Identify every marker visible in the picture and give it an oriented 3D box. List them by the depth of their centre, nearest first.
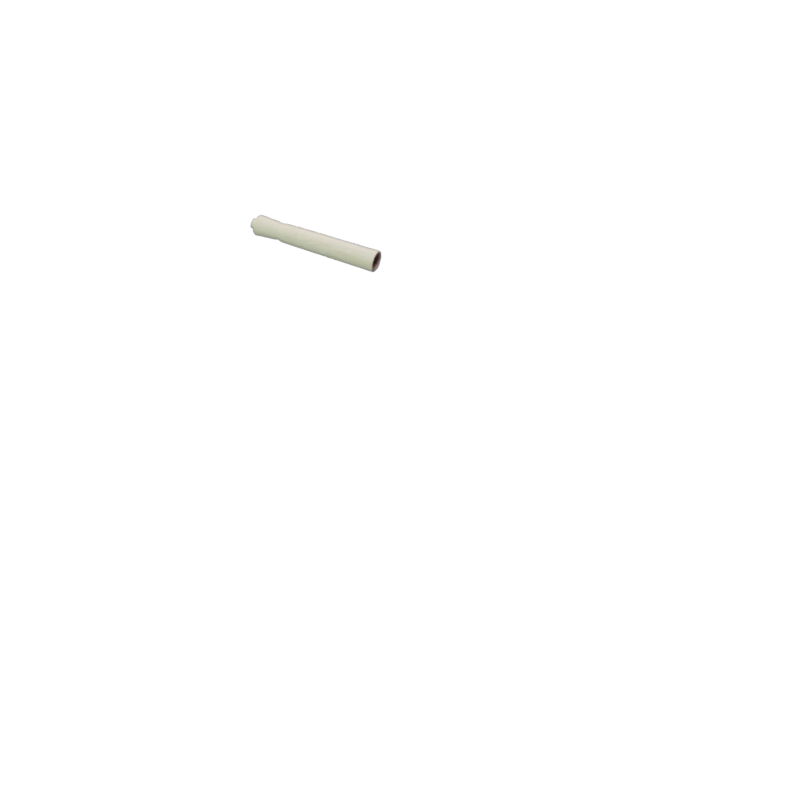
[{"bbox_3d":[-0.074,-0.135,0.945,0.126,0.019,0.019,20,11,23],"label":"marker"}]
